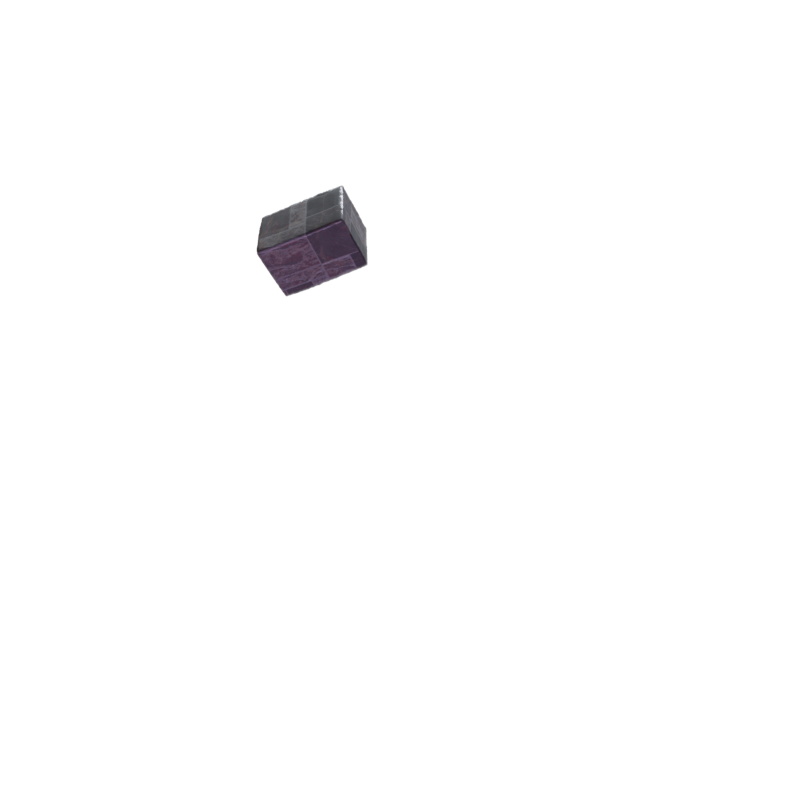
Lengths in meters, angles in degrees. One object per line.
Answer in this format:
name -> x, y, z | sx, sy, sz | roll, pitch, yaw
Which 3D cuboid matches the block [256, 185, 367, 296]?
block -> -0.072, -0.131, 0.916 | 0.078, 0.049, 0.055 | -20, 37, 14
